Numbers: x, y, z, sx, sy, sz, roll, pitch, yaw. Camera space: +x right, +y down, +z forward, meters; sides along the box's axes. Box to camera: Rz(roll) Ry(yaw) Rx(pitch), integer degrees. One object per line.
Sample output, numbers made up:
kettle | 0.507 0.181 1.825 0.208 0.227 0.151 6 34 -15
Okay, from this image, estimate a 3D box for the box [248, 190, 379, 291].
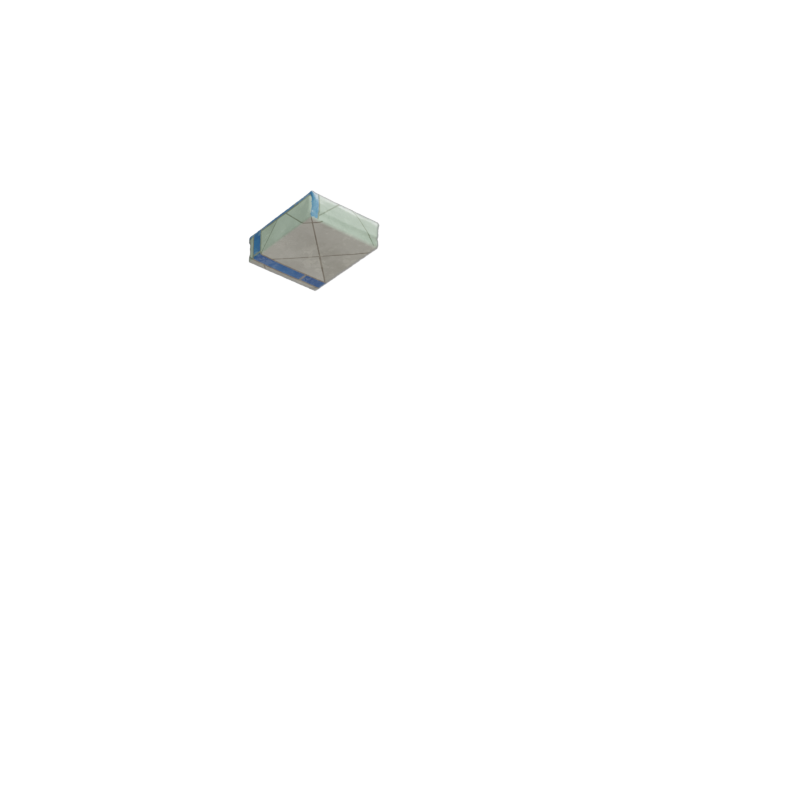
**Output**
box | -0.073 -0.133 0.933 0.069 0.032 0.089 23 -37 -34
